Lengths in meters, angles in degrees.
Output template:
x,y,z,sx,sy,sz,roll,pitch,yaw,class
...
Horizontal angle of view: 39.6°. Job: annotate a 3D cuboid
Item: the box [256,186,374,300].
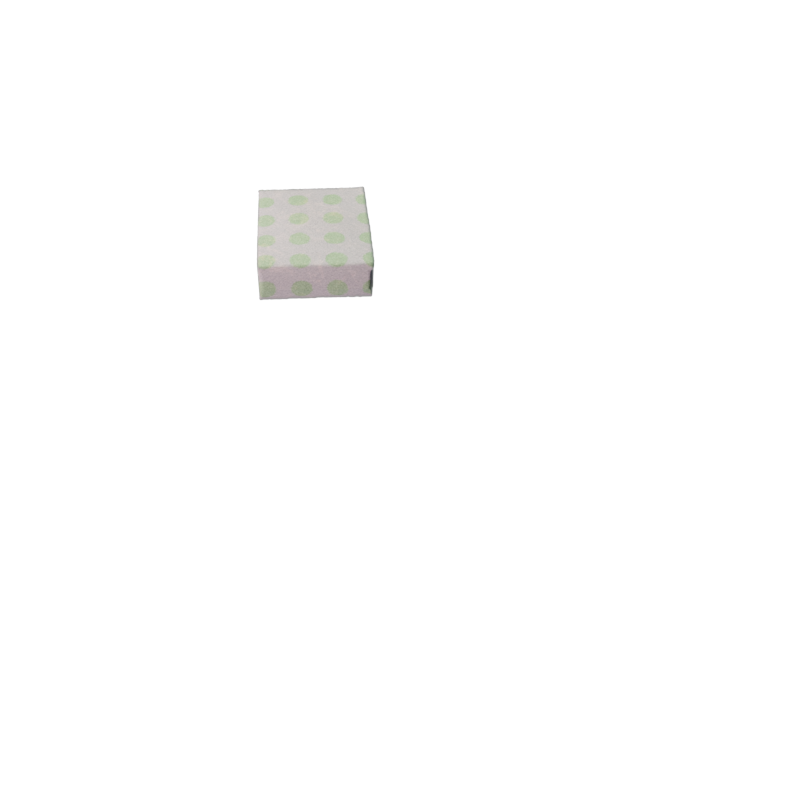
x,y,z,sx,sy,sz,roll,pitch,yaw,class
-0.070,-0.127,0.893,0.089,0.036,0.122,-2,38,-4,box
